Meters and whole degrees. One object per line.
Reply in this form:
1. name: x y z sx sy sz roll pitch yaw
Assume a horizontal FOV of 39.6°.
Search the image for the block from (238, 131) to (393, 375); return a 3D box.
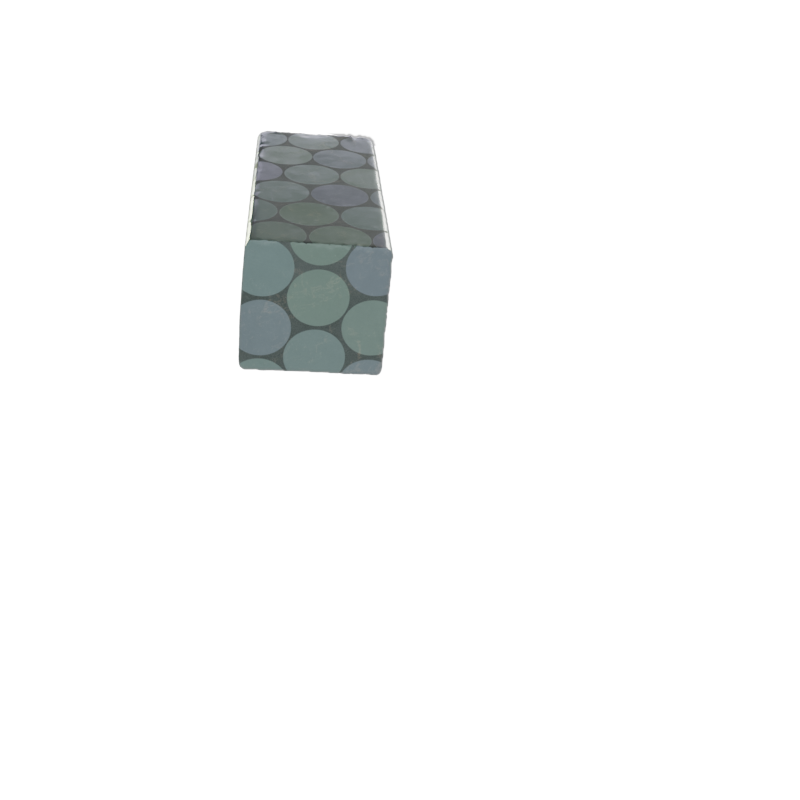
1. block: -0.060 -0.110 0.764 0.090 0.085 0.219 3 29 -5
